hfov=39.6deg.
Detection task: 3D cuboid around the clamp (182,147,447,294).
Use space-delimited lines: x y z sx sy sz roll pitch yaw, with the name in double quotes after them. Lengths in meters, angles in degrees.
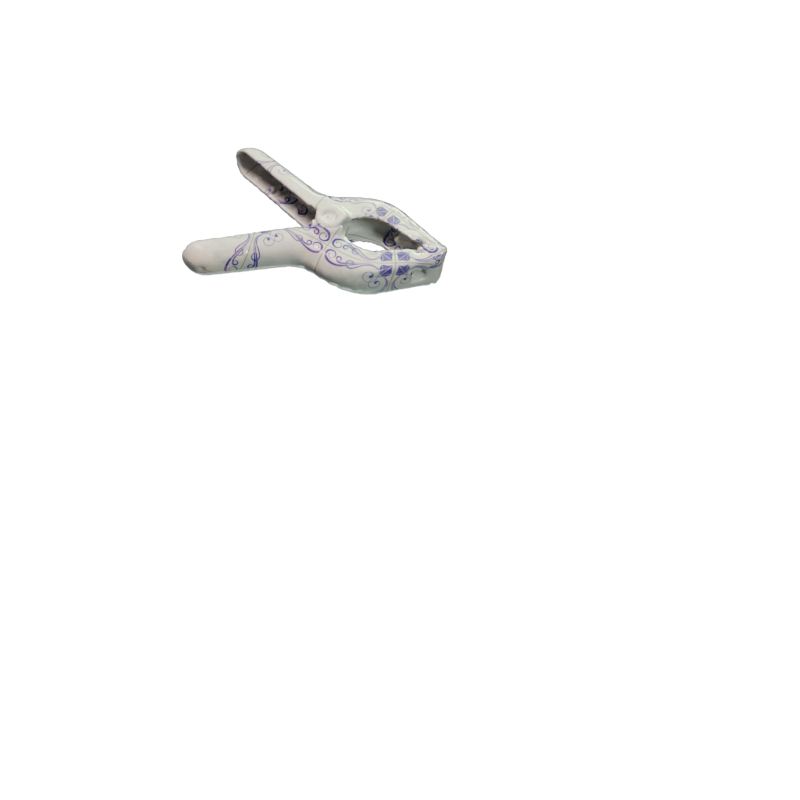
-0.059 -0.107 0.747 0.177 0.125 0.037 20 -35 15 "clamp"
